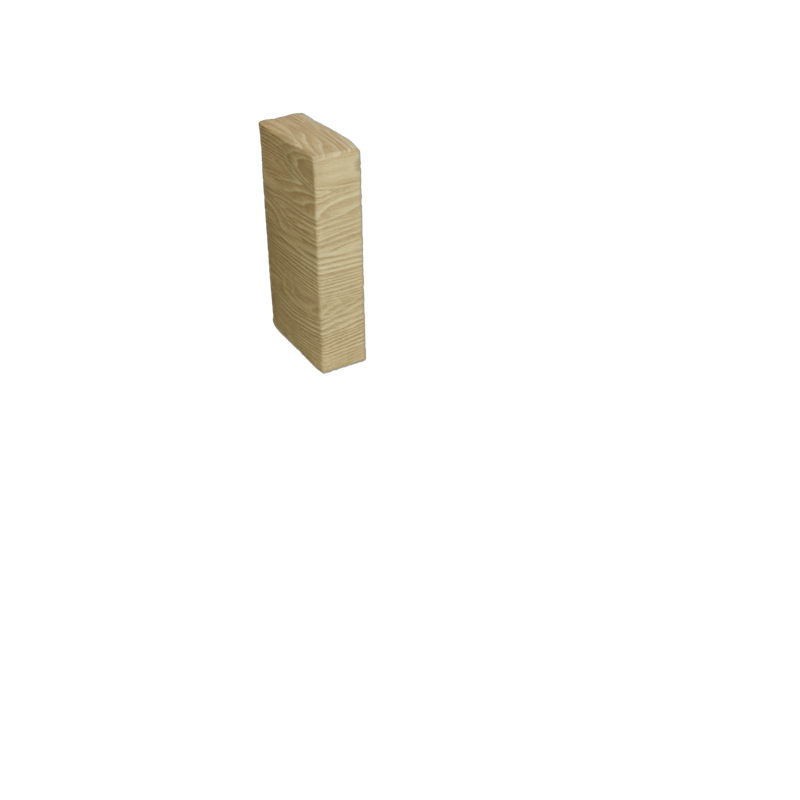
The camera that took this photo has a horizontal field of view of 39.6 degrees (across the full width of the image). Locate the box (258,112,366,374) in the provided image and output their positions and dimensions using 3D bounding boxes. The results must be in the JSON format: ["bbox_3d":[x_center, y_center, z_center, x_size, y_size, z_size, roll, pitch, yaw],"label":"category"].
[{"bbox_3d":[-0.065,-0.120,0.840,0.047,0.167,0.100,-13,31,-27],"label":"box"}]
